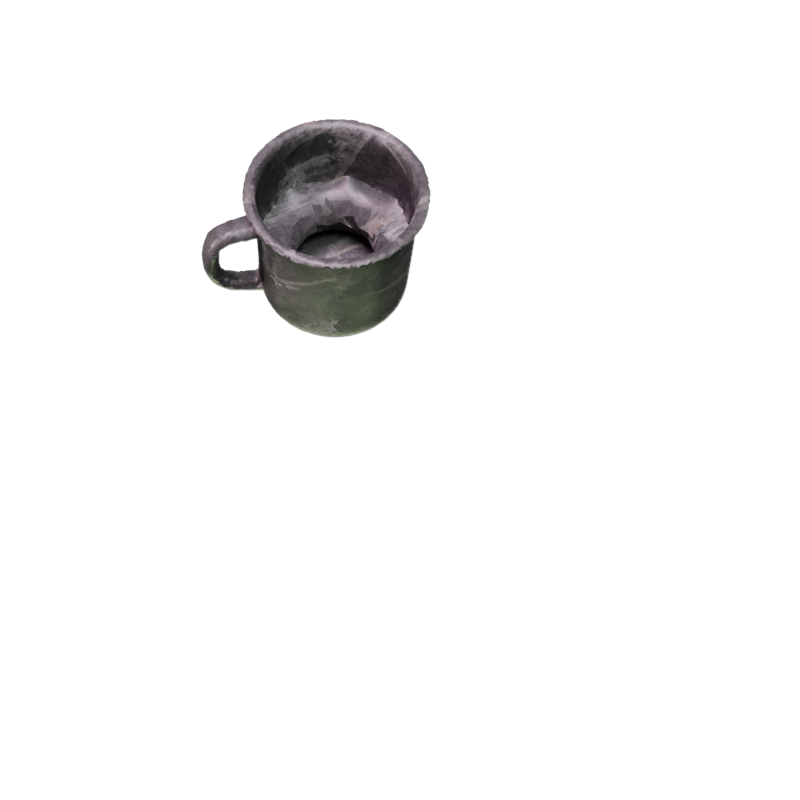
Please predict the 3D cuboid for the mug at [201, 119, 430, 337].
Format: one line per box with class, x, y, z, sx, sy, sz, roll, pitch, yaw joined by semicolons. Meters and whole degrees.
mug;-0.045;-0.083;0.578;0.116;0.100;0.076;-16;-29;-11
